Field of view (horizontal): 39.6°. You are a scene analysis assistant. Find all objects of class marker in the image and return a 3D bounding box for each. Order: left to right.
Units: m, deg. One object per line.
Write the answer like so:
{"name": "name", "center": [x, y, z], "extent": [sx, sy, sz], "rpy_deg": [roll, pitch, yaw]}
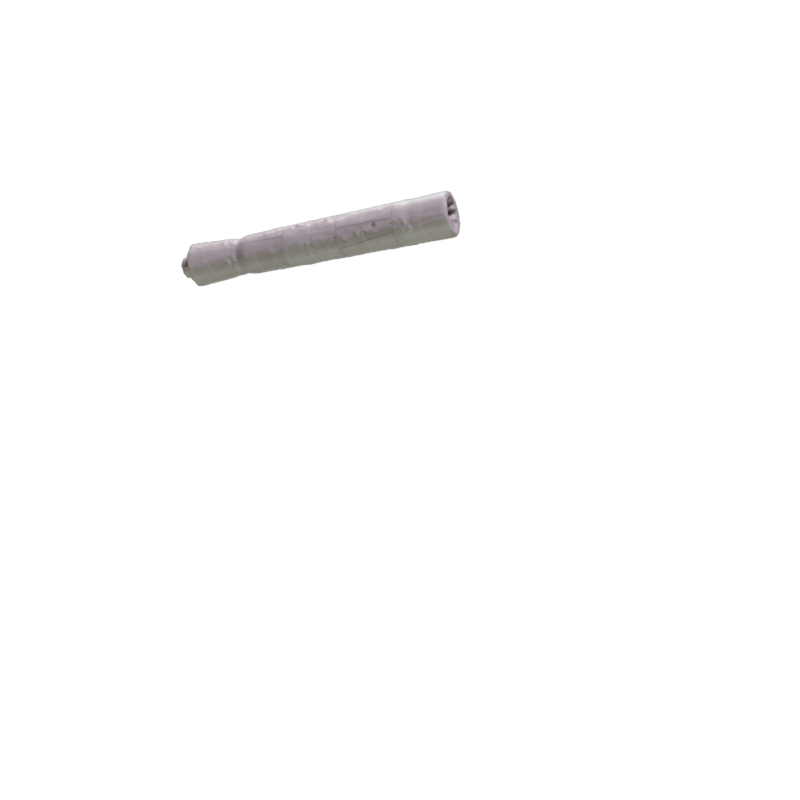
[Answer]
{"name": "marker", "center": [-0.036, -0.065, 0.457], "extent": [0.123, 0.020, 0.019], "rpy_deg": [-8, 1, 22]}
